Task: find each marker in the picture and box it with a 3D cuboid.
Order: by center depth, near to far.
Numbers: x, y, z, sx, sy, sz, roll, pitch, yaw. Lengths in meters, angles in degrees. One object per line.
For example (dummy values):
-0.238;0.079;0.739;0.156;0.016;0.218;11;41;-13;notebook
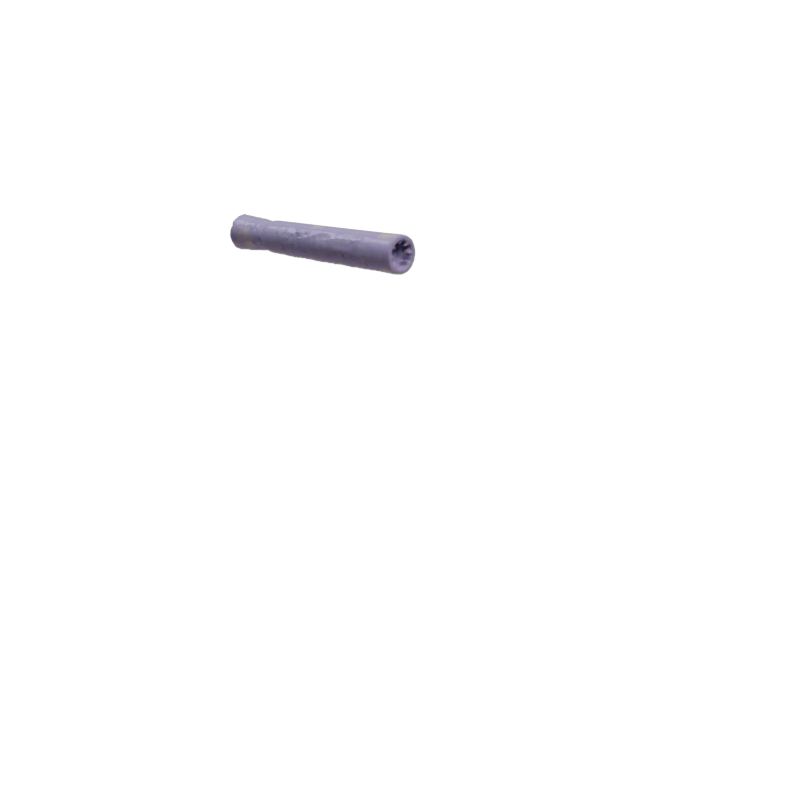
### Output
-0.043;-0.079;0.553;0.019;0.019;0.127;-4;14;-45;marker
